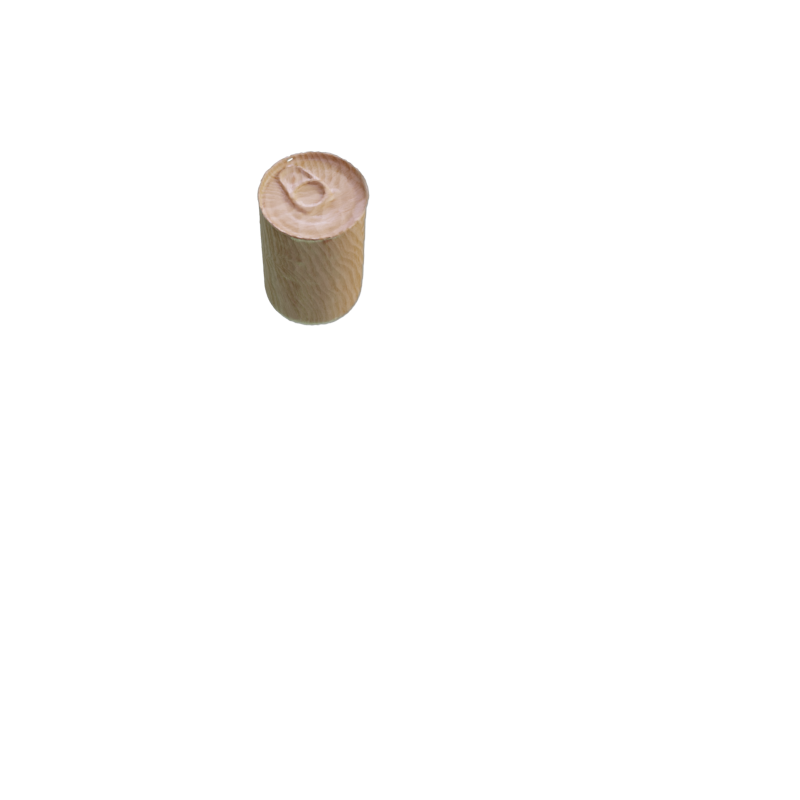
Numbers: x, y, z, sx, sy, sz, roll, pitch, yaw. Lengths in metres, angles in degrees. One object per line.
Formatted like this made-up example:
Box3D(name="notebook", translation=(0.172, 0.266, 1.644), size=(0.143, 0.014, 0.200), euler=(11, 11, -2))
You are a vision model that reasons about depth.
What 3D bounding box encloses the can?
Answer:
Box3D(name="can", translation=(-0.056, -0.102, 0.713), size=(0.068, 0.073, 0.096), euler=(0, -31, -3))
